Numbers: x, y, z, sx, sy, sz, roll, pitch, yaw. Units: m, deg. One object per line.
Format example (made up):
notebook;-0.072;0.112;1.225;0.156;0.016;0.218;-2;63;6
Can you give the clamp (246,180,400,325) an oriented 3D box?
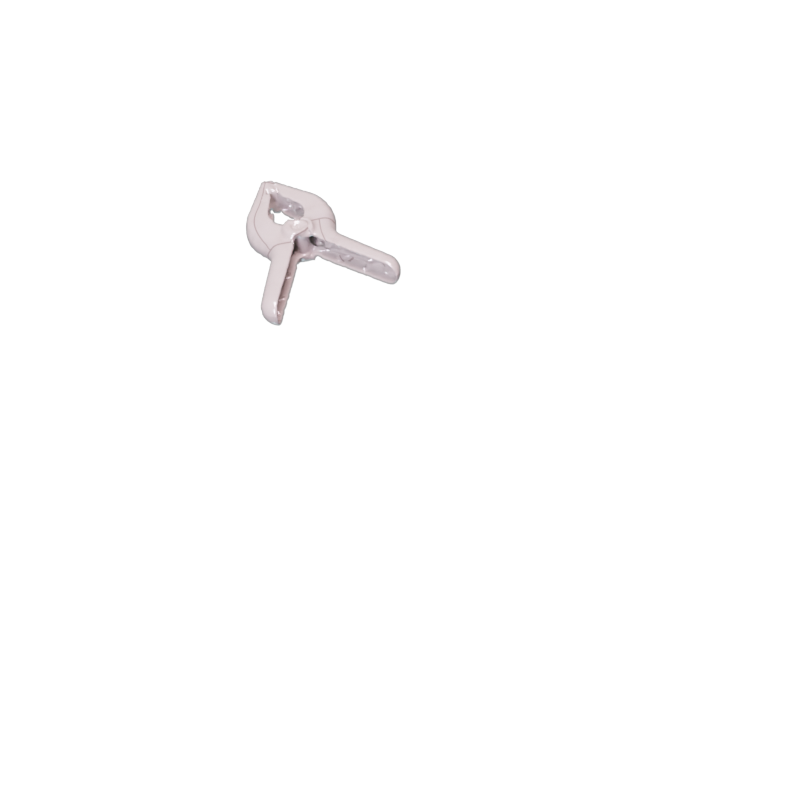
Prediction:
clamp;-0.075;-0.137;0.956;0.119;0.036;0.186;-11;46;-11
